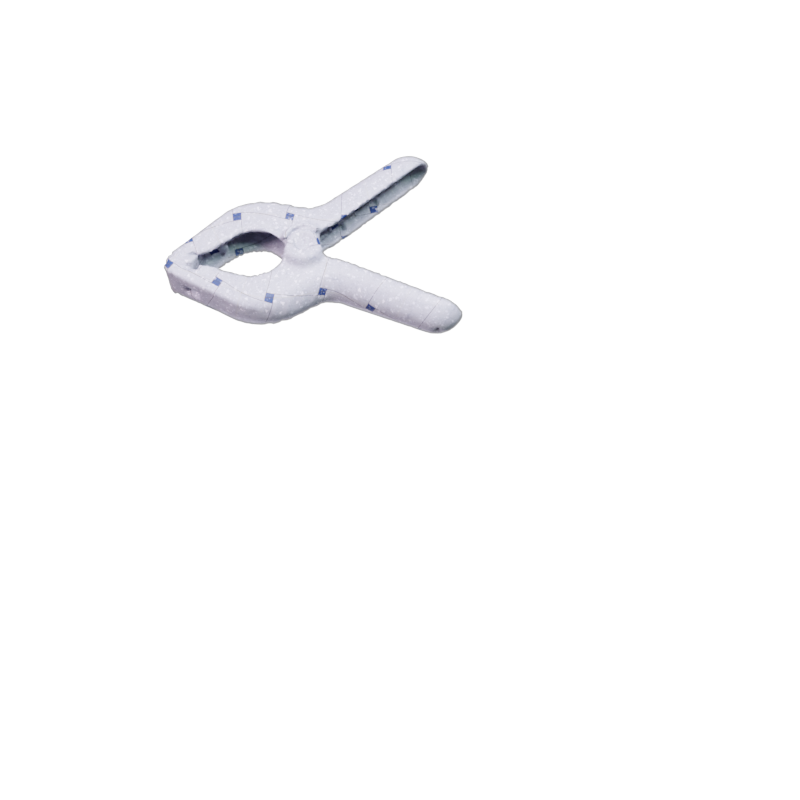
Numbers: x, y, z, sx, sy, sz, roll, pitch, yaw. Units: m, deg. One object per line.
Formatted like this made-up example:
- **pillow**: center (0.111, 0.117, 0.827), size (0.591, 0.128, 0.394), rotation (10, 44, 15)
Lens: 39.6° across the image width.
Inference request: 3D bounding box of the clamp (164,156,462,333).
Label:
- **clamp**: center (-0.052, -0.094, 0.661), size (0.171, 0.128, 0.037), rotation (1, -36, 0)
